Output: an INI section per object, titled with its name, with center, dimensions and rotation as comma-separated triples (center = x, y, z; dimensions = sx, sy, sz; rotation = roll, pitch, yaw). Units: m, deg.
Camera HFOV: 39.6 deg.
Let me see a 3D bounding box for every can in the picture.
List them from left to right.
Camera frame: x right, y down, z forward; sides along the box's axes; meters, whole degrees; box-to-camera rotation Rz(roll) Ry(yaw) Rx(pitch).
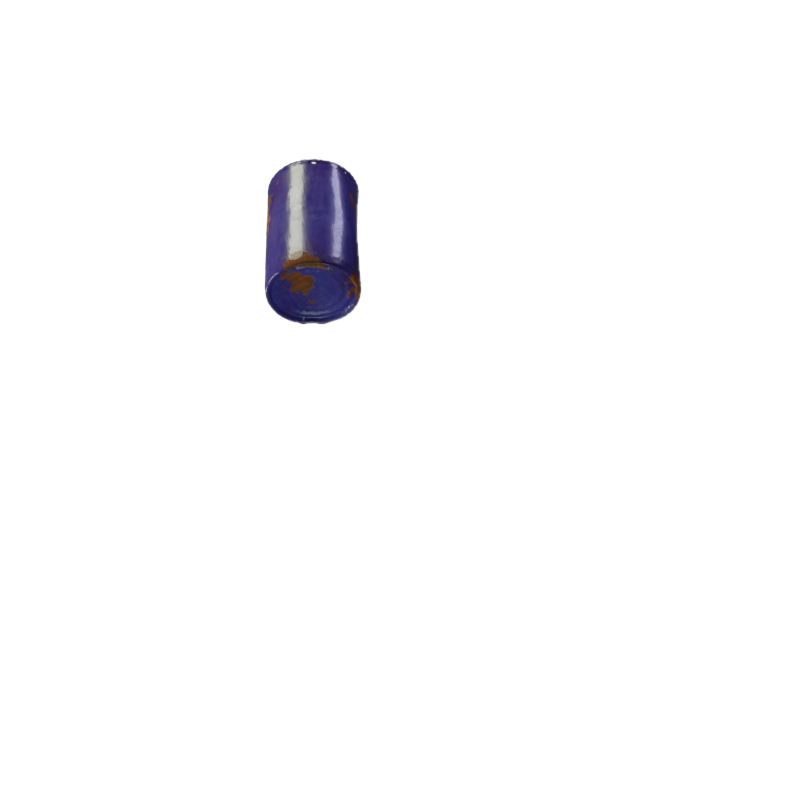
[can]
center = -0.062, -0.113, 0.790
dimensions = 0.068, 0.110, 0.064
rotation = -1, -40, -3
